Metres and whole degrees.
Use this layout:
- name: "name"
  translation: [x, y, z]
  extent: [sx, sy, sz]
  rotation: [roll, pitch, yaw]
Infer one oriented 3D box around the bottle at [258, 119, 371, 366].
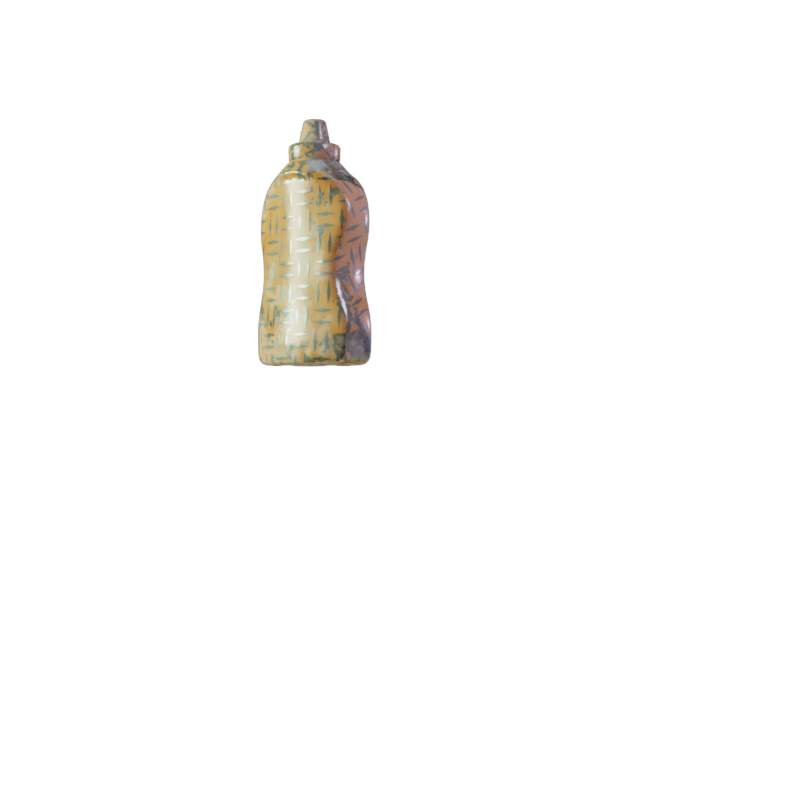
- name: "bottle"
  translation: [-0.067, -0.123, 0.861]
  extent: [0.099, 0.195, 0.056]
  rotation: [-6, -8, 43]
